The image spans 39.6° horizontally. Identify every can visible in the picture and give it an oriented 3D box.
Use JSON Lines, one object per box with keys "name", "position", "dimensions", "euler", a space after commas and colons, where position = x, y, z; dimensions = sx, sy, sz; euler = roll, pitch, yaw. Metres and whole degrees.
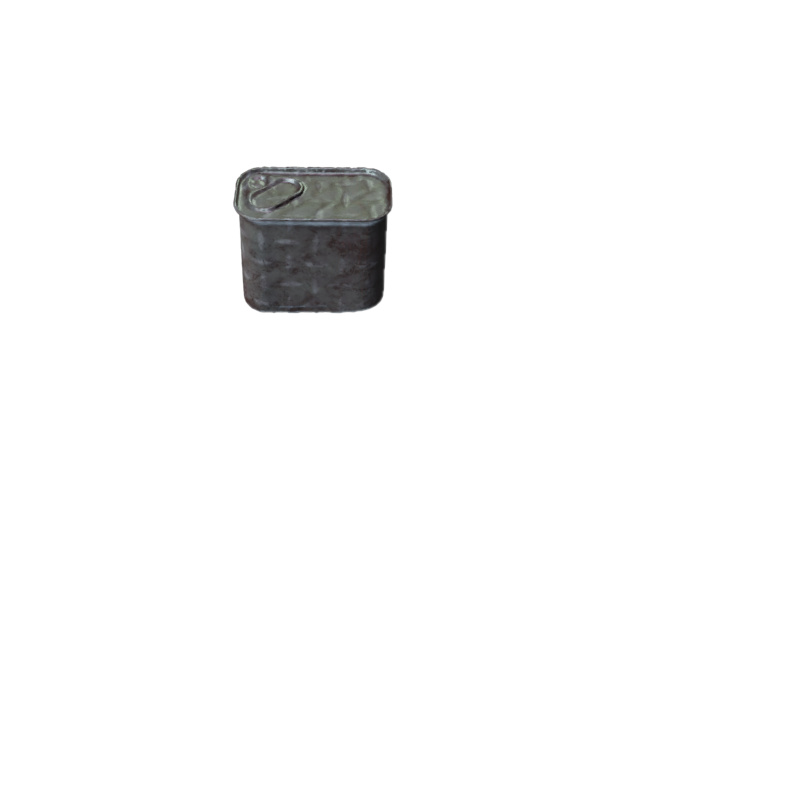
{"name": "can", "position": [-0.058, -0.106, 0.739], "dimensions": [0.102, 0.078, 0.062], "euler": [1, 43, -1]}
